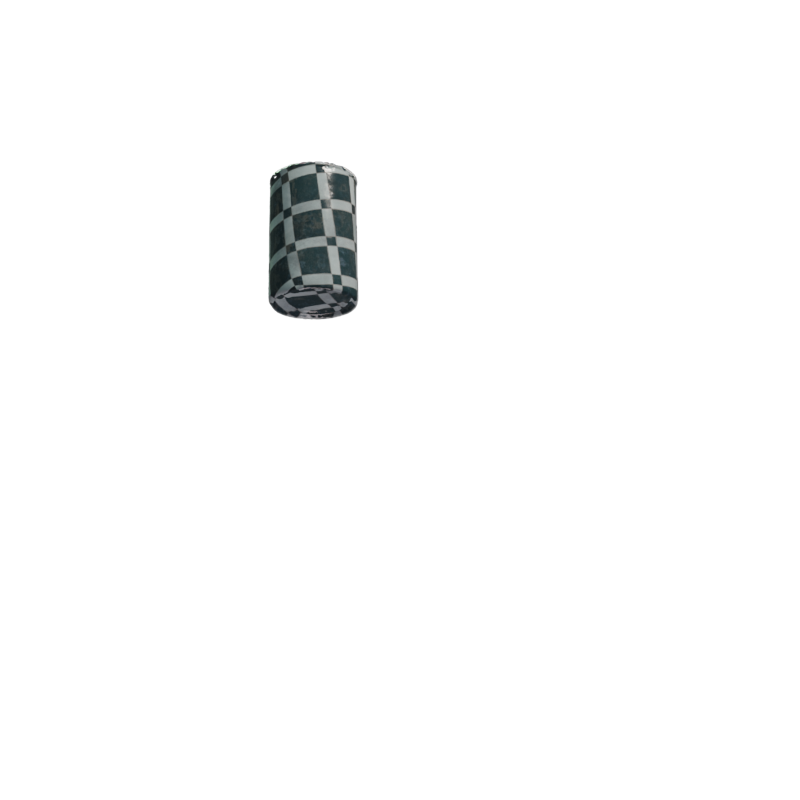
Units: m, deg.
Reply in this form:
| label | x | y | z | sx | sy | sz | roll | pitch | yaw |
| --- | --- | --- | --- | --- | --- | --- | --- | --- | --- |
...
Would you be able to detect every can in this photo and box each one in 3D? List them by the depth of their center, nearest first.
| label | x | y | z | sx | sy | sz | roll | pitch | yaw |
| --- | --- | --- | --- | --- | --- | --- | --- | --- | --- |
| can | -0.066 | -0.120 | 0.837 | 0.068 | 0.108 | 0.065 | 0 | -22 | -2 |
